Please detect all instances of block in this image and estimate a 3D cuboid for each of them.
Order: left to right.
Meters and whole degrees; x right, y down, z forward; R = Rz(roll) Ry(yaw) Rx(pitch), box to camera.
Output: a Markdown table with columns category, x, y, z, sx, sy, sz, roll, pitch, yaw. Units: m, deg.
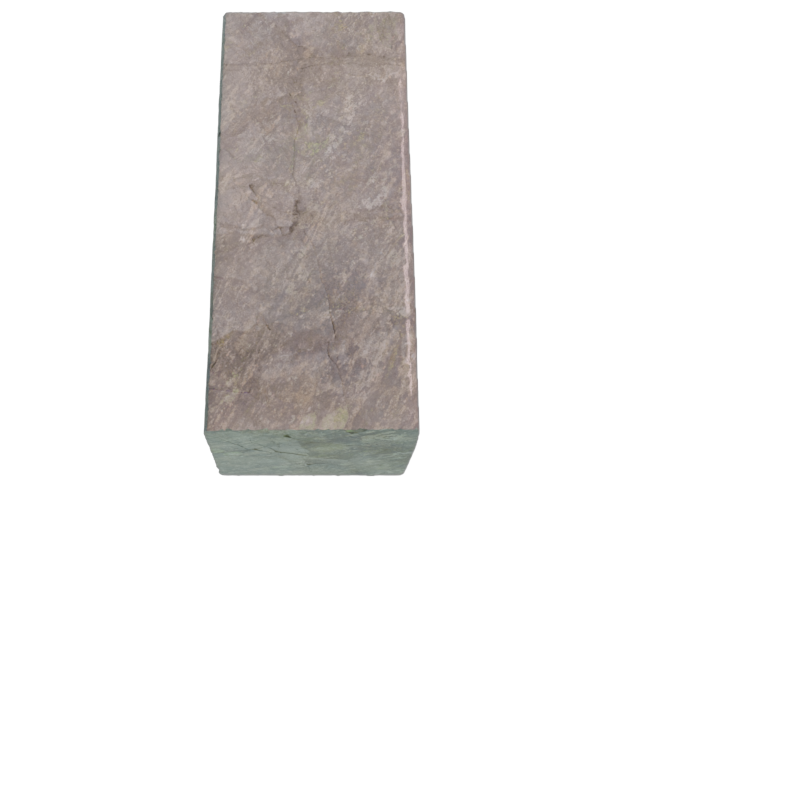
| category | x | y | z | sx | sy | sz | roll | pitch | yaw |
| --- | --- | --- | --- | --- | --- | --- | --- | --- | --- |
| block | -0.041 | -0.076 | 0.532 | 0.090 | 0.217 | 0.086 | -1 | -22 | -2 |
